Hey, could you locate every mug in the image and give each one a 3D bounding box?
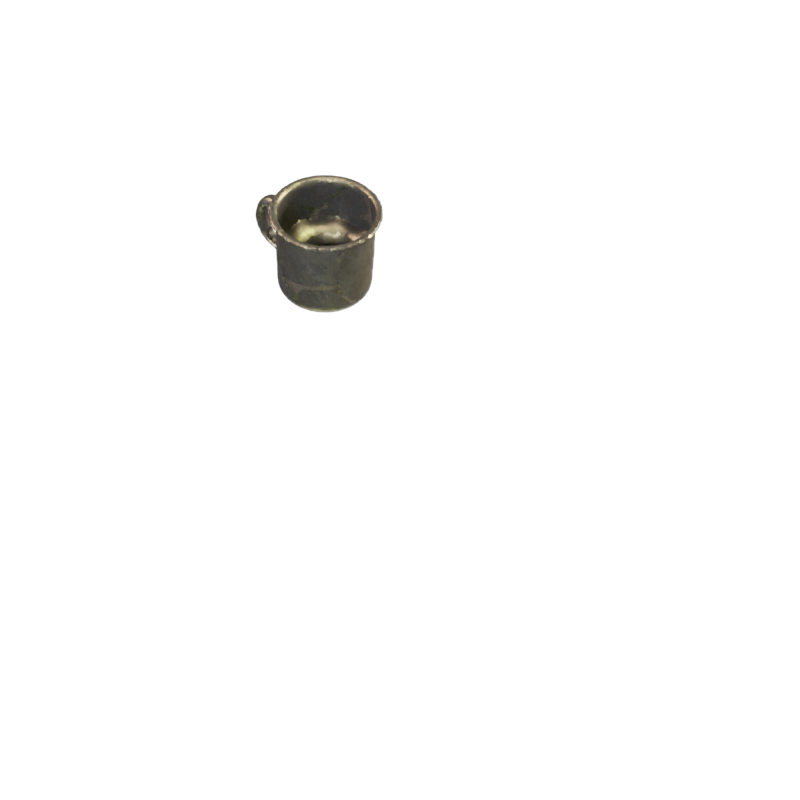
[{"bbox_3d":[-0.073,-0.133,0.931,0.123,0.076,0.095,25,51,21],"label":"mug"}]
